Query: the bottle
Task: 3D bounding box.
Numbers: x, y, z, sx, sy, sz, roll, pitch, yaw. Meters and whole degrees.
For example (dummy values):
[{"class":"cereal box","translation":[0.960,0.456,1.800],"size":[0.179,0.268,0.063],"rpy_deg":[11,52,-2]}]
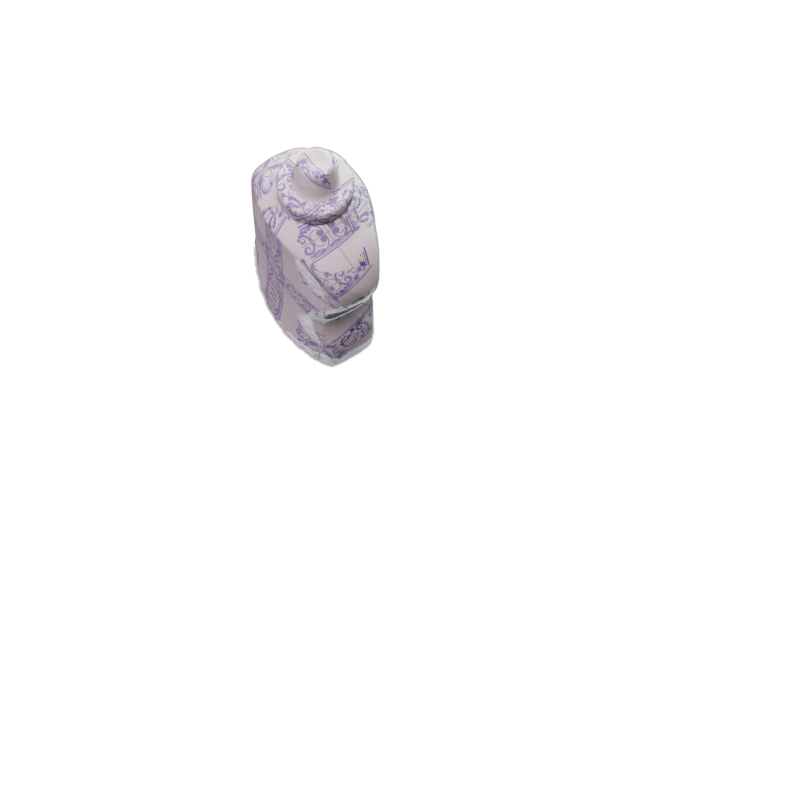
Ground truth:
[{"class":"bottle","translation":[-0.050,-0.092,0.641],"size":[0.058,0.101,0.183],"rpy_deg":[-28,-15,-12]}]
